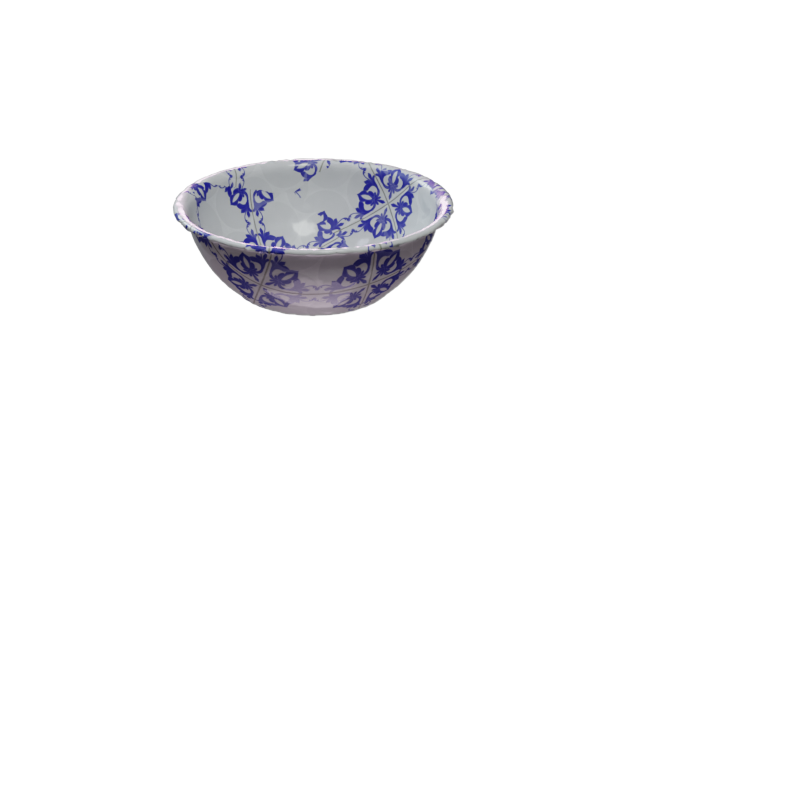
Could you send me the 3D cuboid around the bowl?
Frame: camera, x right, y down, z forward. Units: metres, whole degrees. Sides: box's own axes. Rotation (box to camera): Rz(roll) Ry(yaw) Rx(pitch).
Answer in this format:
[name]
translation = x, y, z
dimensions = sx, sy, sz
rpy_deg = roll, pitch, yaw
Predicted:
[bowl]
translation = -0.051, -0.093, 0.651
dimensions = 0.162, 0.052, 0.171
rpy_deg = -1, 28, -2
